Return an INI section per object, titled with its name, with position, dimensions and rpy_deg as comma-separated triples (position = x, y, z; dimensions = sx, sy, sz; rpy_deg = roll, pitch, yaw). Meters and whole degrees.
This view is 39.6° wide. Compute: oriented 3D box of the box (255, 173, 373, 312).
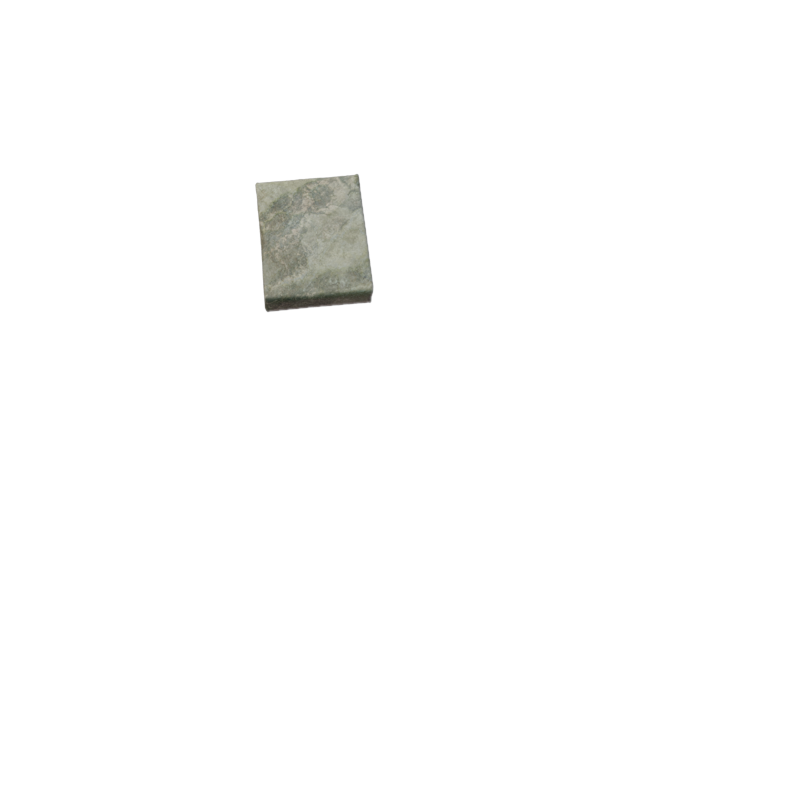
[box]
position = -0.059, -0.108, 0.758
dimensions = 0.073, 0.094, 0.029
rpy_deg = -5, -21, -3
